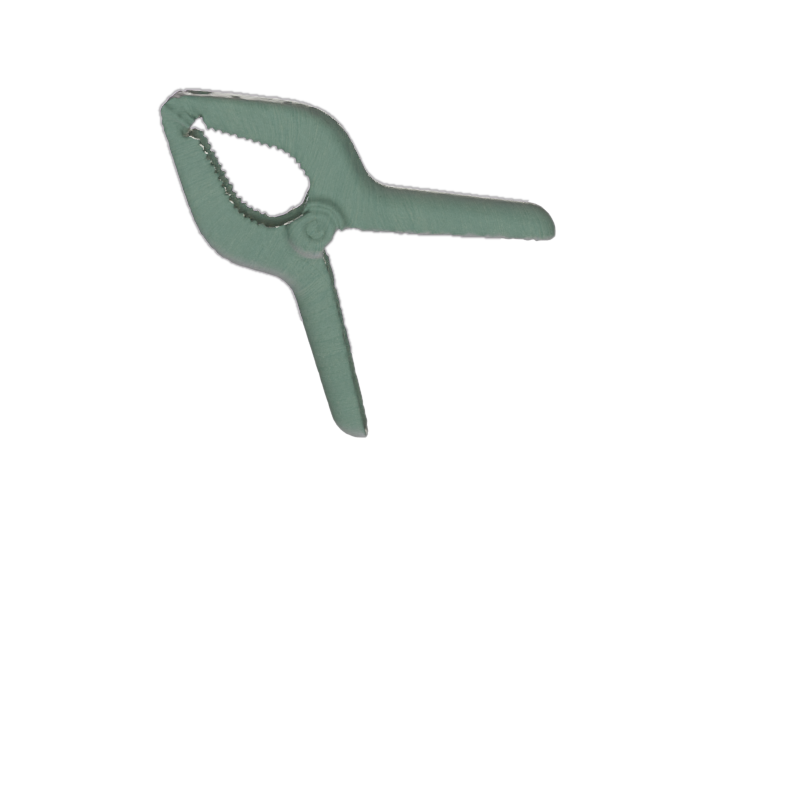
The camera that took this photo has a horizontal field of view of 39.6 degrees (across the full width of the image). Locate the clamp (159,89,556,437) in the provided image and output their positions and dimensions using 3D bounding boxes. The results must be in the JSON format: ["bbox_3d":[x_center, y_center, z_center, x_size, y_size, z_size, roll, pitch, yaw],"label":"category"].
[{"bbox_3d":[-0.046,-0.085,0.592,0.206,0.162,0.038,33,13,-9],"label":"clamp"}]
